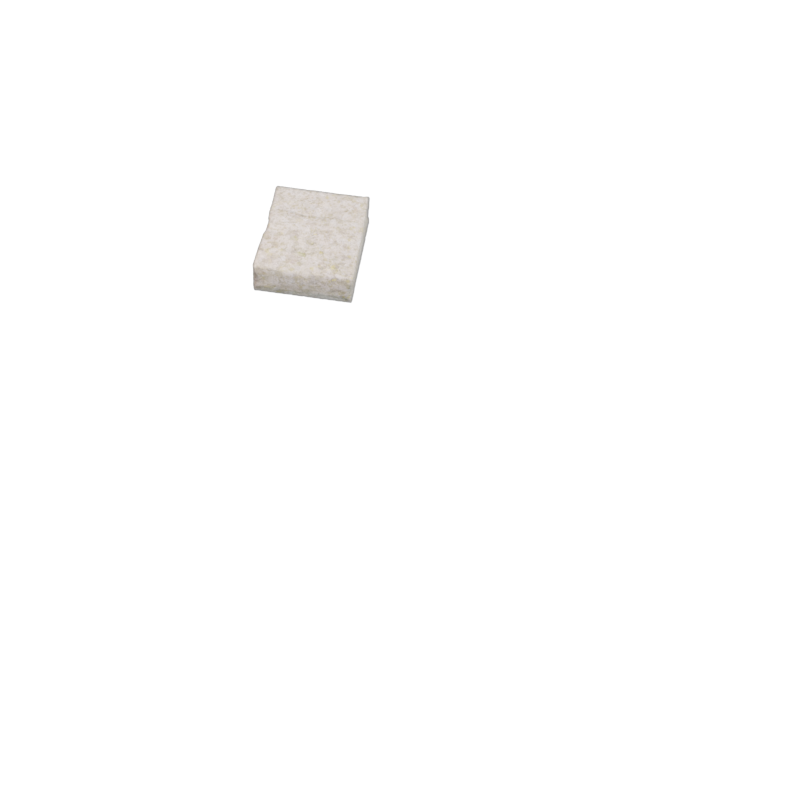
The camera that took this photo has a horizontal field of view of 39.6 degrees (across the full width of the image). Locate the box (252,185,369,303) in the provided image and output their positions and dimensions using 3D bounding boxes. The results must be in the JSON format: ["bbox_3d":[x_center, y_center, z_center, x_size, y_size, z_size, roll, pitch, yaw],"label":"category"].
[{"bbox_3d":[-0.064,-0.117,0.819,0.074,0.095,0.028,7,-40,5],"label":"box"}]
